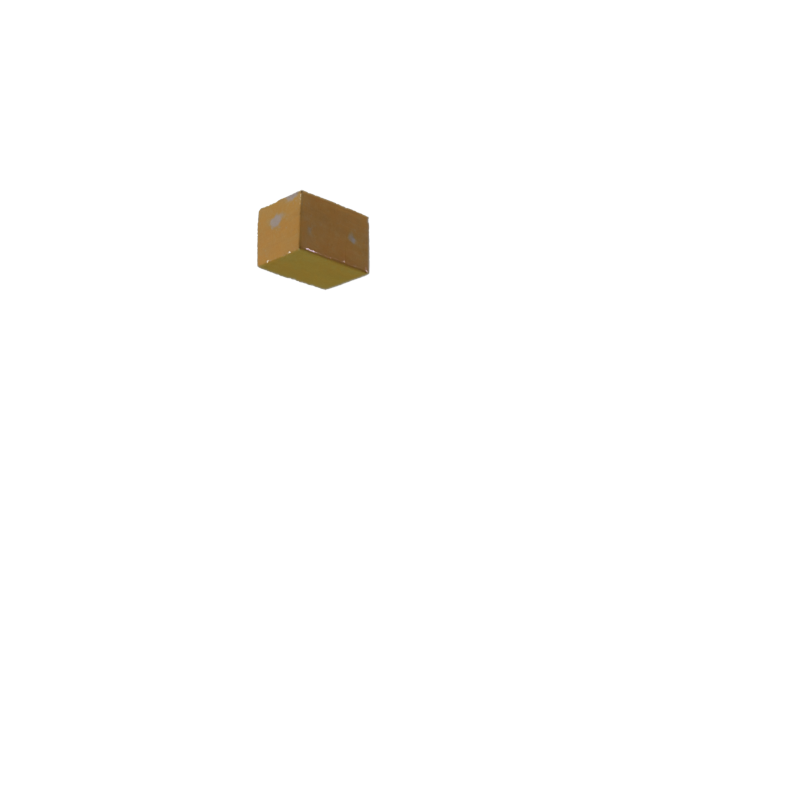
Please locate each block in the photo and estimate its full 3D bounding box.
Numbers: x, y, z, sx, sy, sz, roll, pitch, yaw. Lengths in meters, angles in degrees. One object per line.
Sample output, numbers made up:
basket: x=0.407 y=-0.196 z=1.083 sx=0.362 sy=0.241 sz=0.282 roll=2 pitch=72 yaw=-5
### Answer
block: x=-0.069 y=-0.126 z=0.883 sx=0.053 sy=0.054 sz=0.073 roll=-18 pitch=-25 yaw=41
